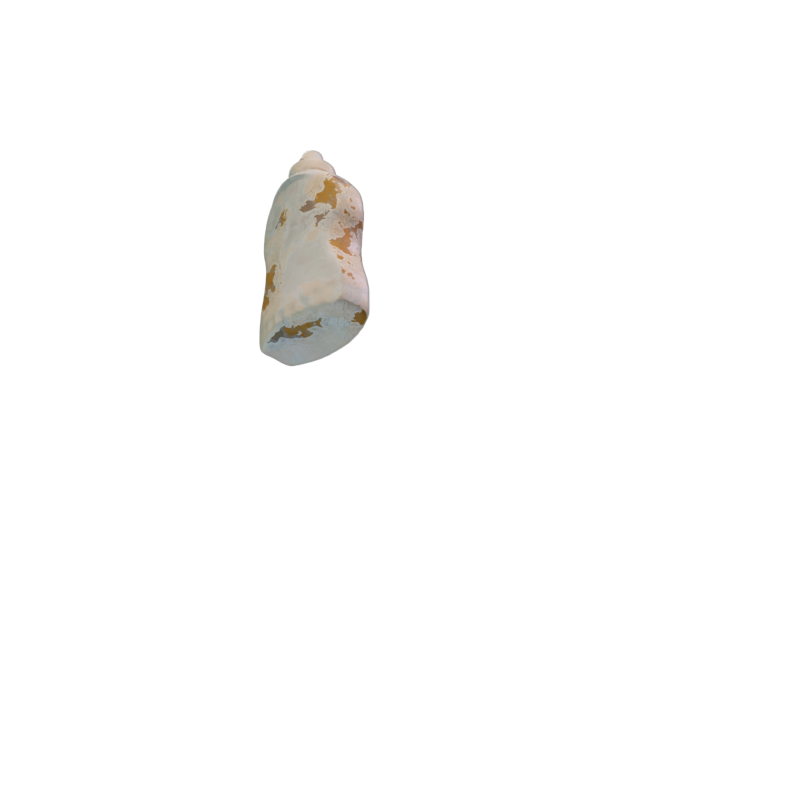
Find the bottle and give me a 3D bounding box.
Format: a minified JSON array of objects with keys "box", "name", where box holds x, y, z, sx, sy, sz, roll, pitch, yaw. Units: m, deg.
[{"box":[-0.071,-0.129,0.899,0.055,0.205,0.095,28,-47,-35],"name":"bottle"}]
